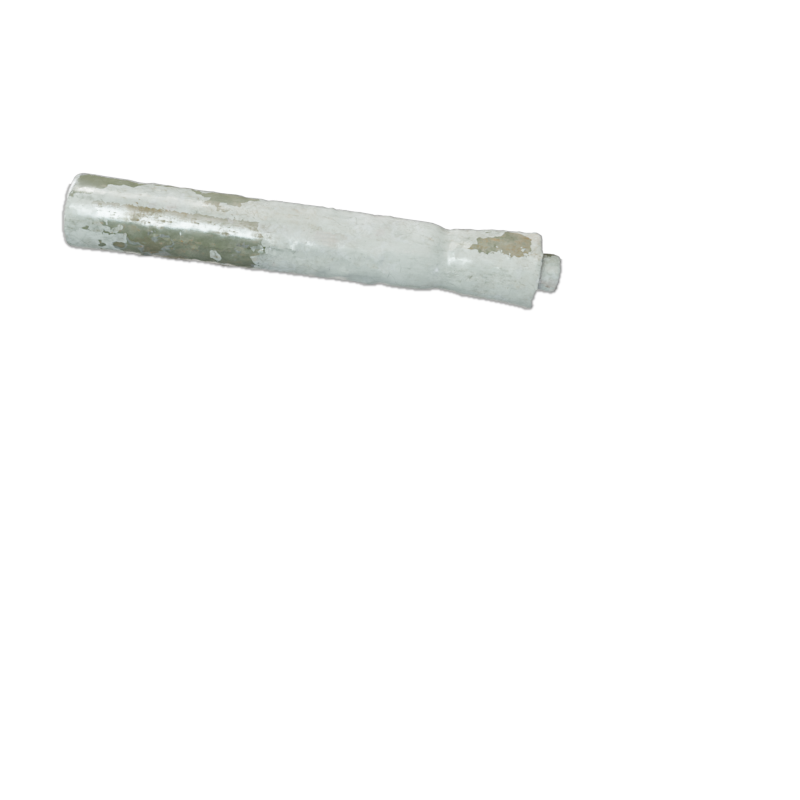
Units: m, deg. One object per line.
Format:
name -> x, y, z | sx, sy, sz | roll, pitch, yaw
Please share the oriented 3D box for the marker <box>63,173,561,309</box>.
marker -> -0.021, -0.039, 0.273 | 0.121, 0.020, 0.020 | 8, 4, 2
